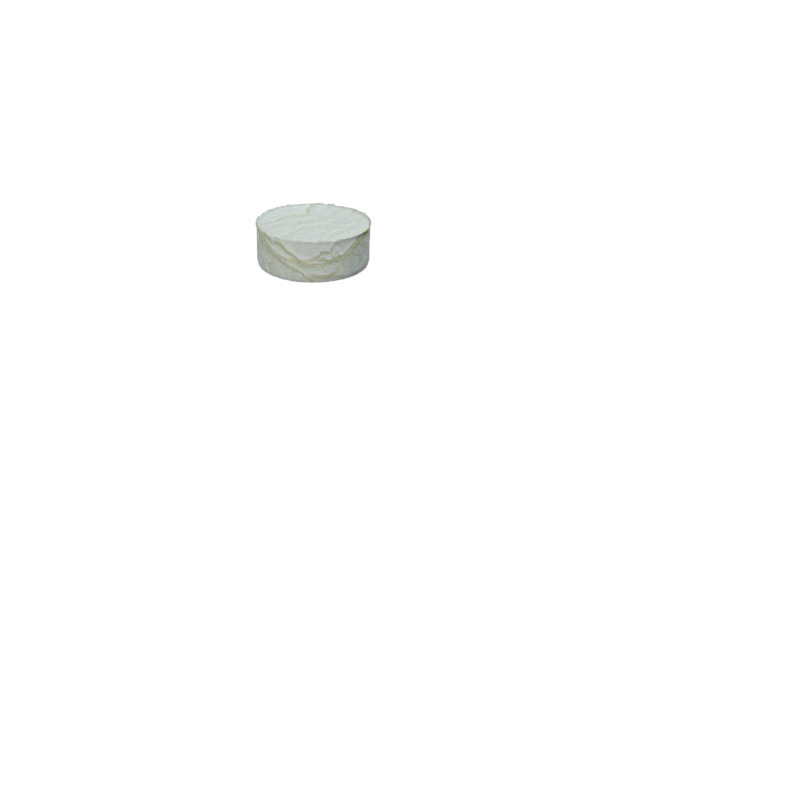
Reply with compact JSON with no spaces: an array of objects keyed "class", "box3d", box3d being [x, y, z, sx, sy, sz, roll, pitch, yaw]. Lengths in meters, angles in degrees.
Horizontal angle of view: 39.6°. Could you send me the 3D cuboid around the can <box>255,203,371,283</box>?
[{"class":"can","box3d":[-0.065,-0.118,0.827,0.086,0.032,0.091,-1,26,-2]}]
